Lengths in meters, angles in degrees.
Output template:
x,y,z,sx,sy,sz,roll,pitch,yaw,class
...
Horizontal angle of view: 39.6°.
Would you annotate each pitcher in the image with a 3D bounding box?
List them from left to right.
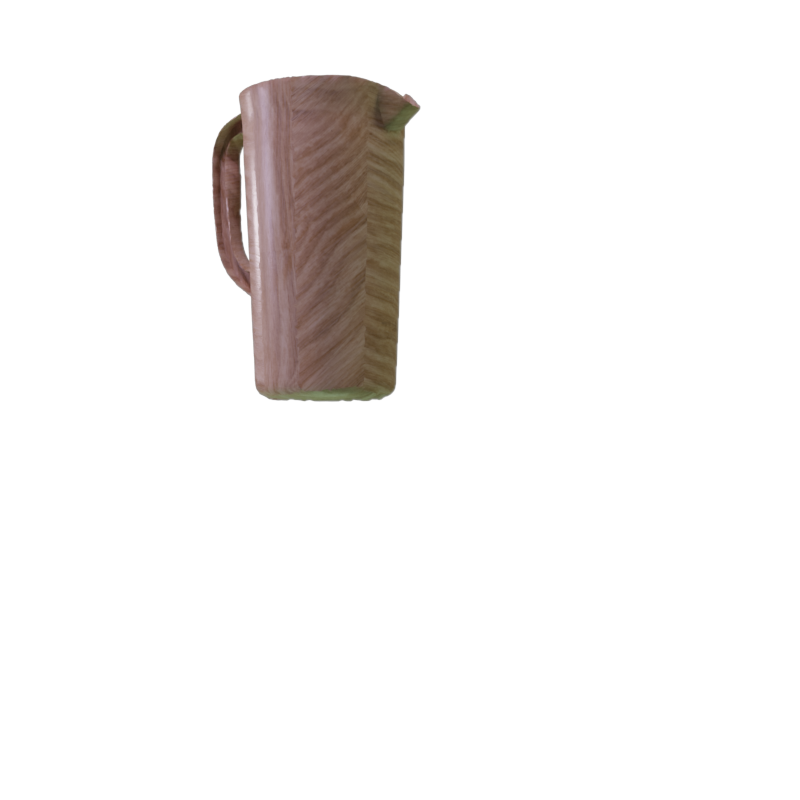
x,y,z,sx,sy,sz,roll,pitch,yaw,class
-0.068,-0.123,0.865,0.142,0.246,0.150,1,-4,-14,pitcher
